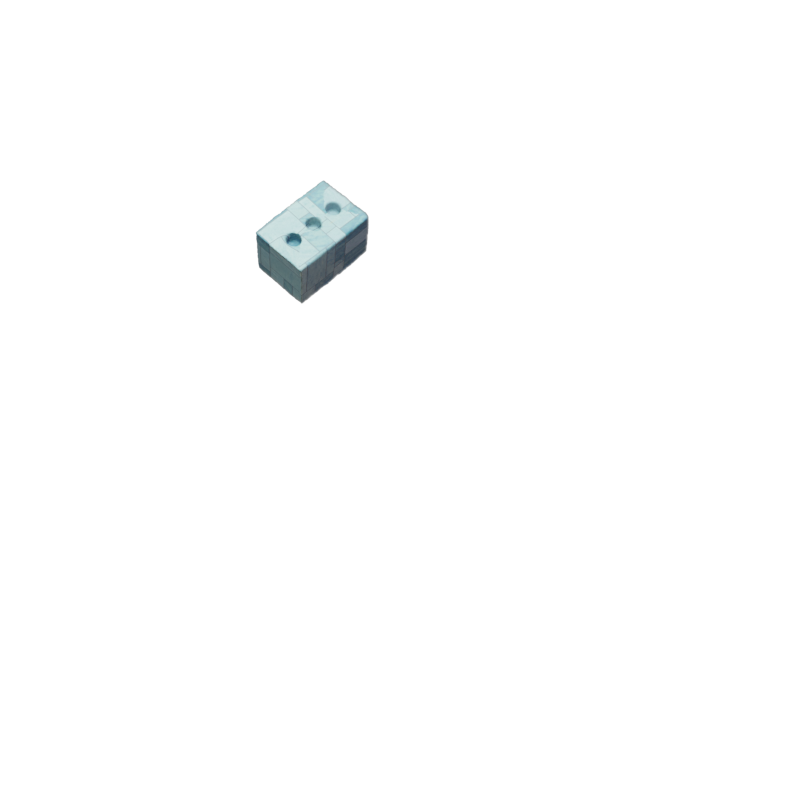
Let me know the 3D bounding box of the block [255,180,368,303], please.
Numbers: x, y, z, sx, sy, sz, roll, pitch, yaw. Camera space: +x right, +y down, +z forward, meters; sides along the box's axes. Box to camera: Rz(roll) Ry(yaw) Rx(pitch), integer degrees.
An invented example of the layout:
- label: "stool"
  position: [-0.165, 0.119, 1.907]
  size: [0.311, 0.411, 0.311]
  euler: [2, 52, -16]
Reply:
- label: "block"
  position: [-0.070, -0.127, 0.891]
  size: [0.056, 0.079, 0.048]
  euler: [39, -25, 20]
